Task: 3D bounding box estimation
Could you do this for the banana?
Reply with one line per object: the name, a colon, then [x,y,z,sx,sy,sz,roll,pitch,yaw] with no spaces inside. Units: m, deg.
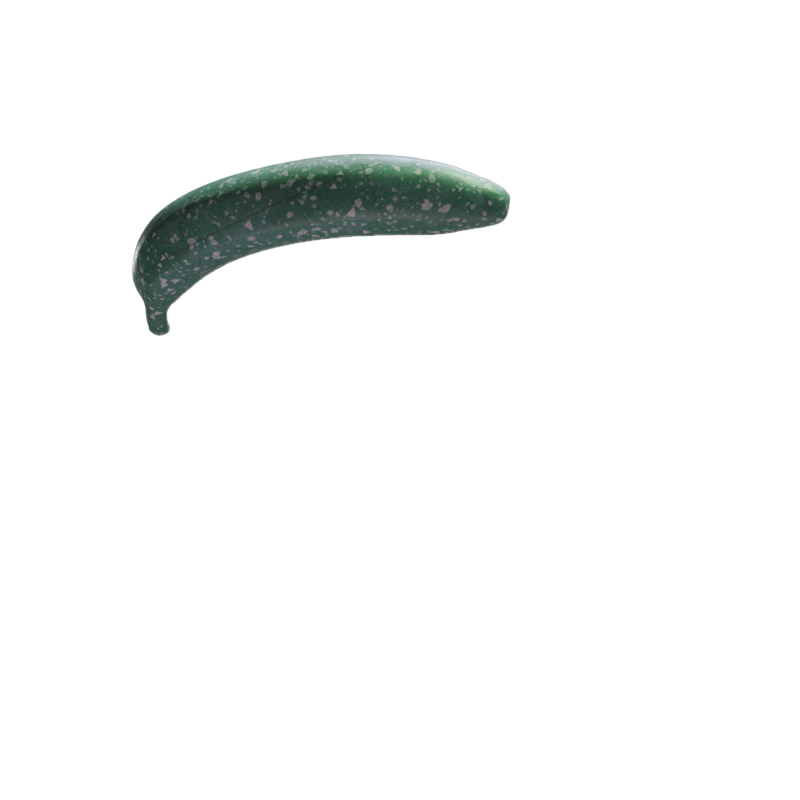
banana: [-0.052,-0.080,0.509,0.200,0.039,0.064,-14,-30,25]
